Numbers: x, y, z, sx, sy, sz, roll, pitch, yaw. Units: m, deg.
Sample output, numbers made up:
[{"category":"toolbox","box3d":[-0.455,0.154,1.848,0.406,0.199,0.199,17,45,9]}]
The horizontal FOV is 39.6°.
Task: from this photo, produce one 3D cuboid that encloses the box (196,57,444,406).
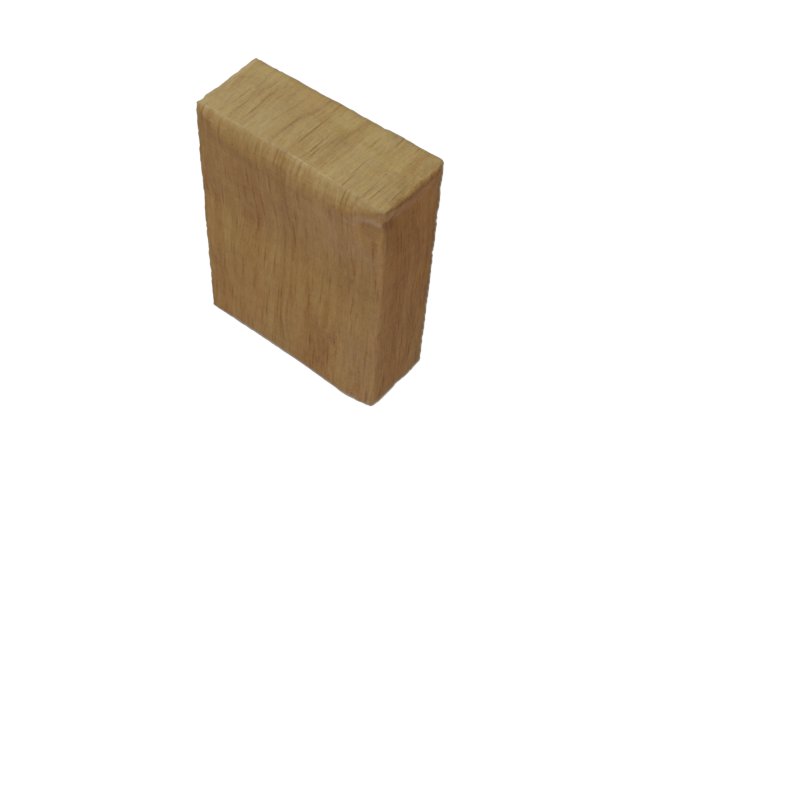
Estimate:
[{"category":"box","box3d":[-0.062,-0.113,0.793,0.173,0.199,0.073,34,58,22]}]
